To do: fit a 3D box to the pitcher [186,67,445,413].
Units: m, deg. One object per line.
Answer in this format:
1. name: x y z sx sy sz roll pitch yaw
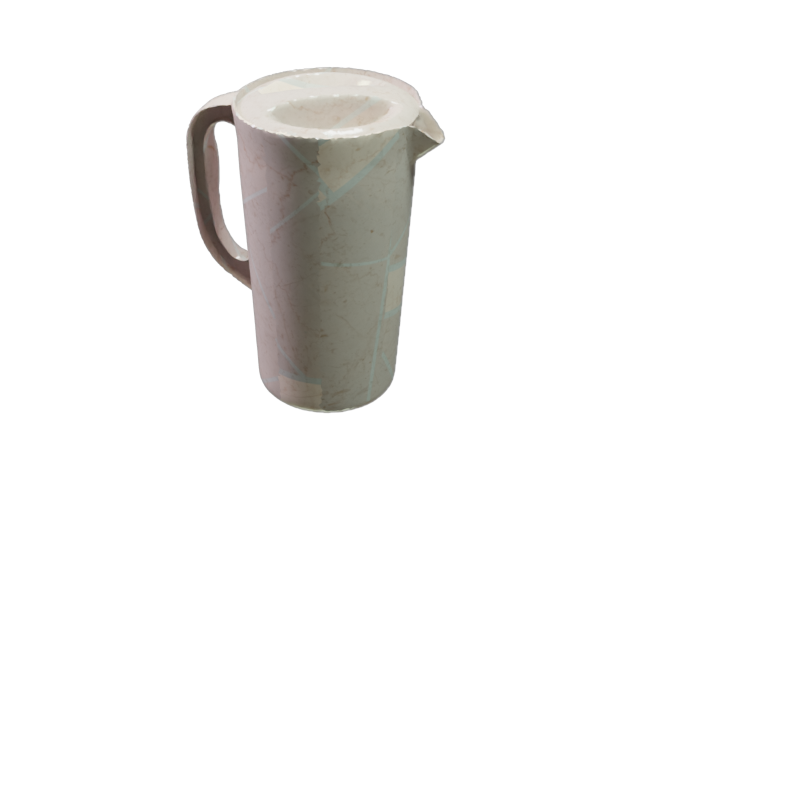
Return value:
1. pitcher: -0.065 -0.118 0.825 0.143 0.228 0.161 -16 36 -26
